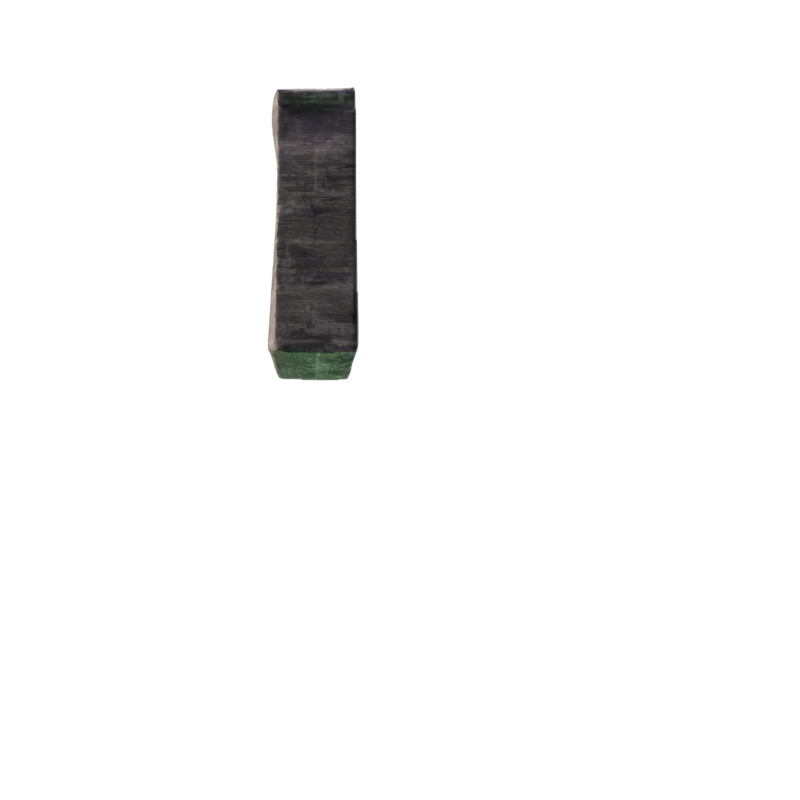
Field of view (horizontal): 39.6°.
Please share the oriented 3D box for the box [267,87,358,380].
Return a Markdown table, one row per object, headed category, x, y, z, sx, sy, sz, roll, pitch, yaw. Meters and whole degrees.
| category | x | y | z | sx | sy | sz | roll | pitch | yaw |
| --- | --- | --- | --- | --- | --- | --- | --- | --- | --- |
| box | -0.072 | -0.132 | 0.922 | 0.072 | 0.220 | 0.160 | 0 | -10 | -4 |
